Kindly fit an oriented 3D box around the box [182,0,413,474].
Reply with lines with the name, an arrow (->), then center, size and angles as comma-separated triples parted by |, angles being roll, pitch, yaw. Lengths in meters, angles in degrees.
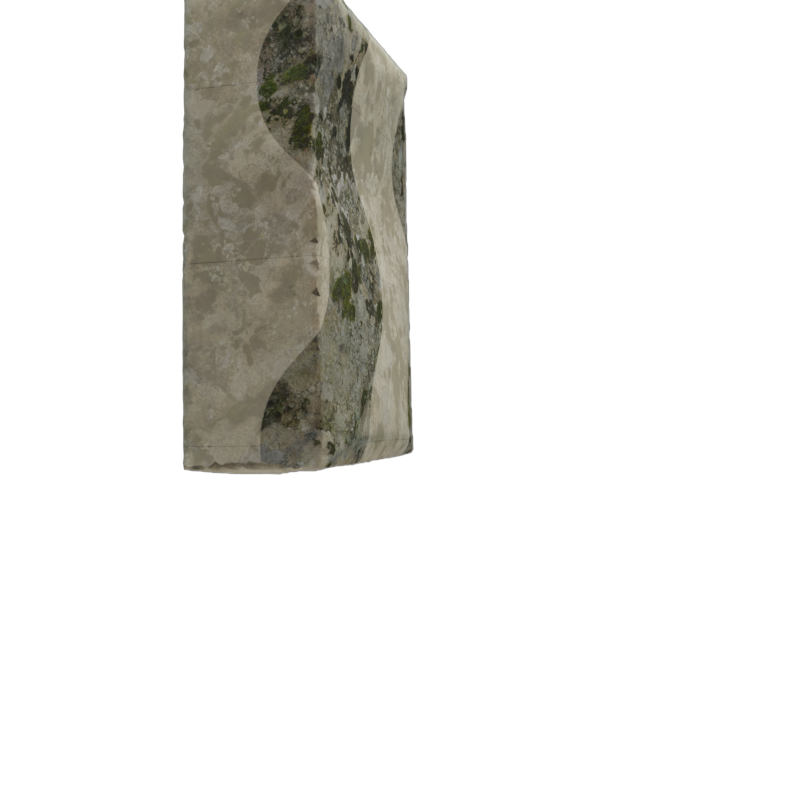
box -> -0.042, -0.076, 0.535 | 0.073, 0.218, 0.158 | -3, -7, 15
